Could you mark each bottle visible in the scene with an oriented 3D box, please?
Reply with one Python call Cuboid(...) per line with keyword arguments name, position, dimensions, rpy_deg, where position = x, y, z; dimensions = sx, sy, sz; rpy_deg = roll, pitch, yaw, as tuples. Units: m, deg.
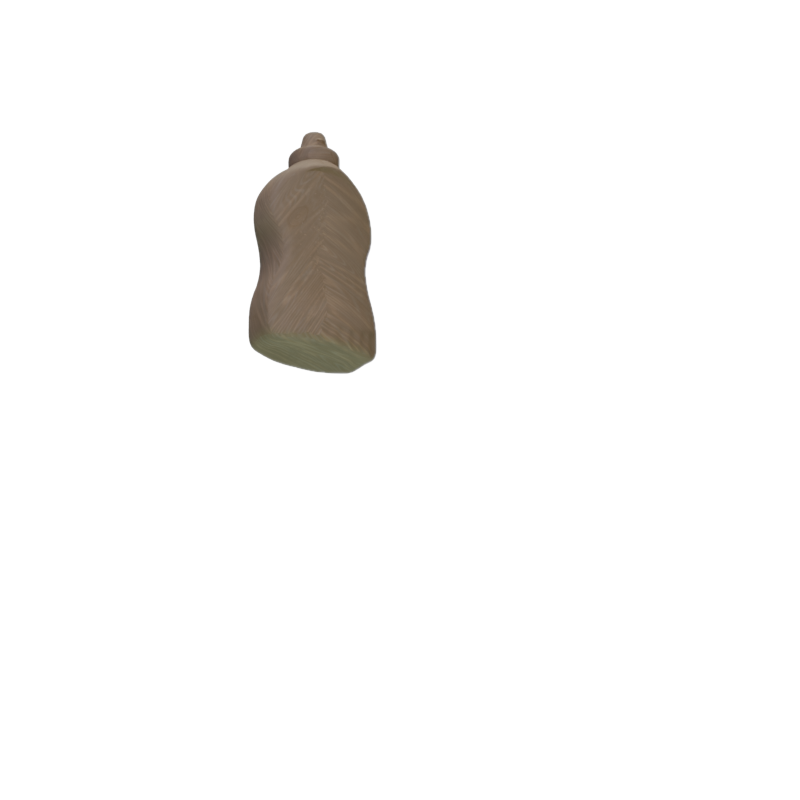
Cuboid(name="bottle", position=(-0.066, -0.121, 0.847), dimensions=(0.092, 0.203, 0.058), rpy_deg=(14, -31, -29))
